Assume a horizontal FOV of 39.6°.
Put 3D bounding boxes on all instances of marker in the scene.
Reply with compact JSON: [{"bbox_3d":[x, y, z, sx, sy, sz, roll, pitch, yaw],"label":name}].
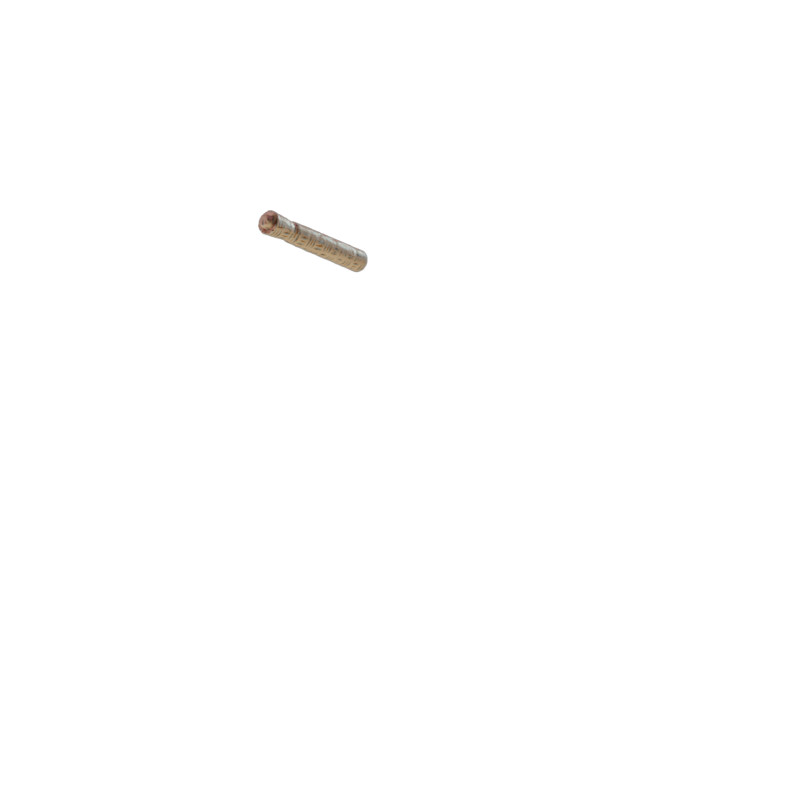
[{"bbox_3d":[-0.067,-0.122,0.854,0.021,0.020,0.114,3,-8,37],"label":"marker"}]
